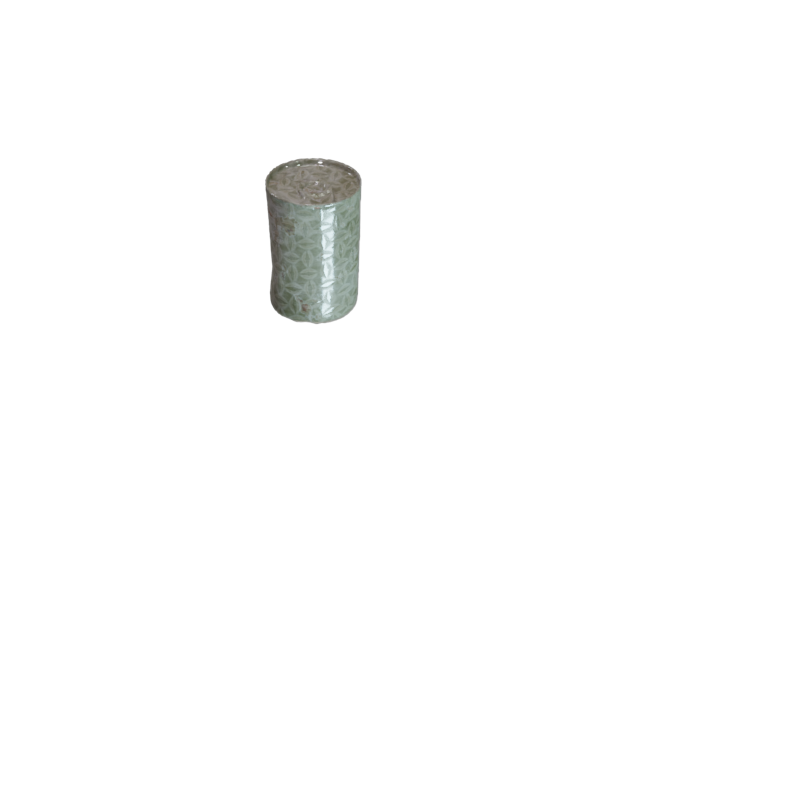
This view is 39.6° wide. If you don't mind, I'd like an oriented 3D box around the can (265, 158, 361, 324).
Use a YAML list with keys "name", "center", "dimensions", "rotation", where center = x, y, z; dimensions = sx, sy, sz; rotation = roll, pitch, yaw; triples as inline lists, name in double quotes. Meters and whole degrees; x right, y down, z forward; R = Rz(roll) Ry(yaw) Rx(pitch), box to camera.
- name: "can"
  center: [-0.063, -0.115, 0.803]
  dimensions: [0.068, 0.096, 0.073]
  rotation: [0, 35, -3]
